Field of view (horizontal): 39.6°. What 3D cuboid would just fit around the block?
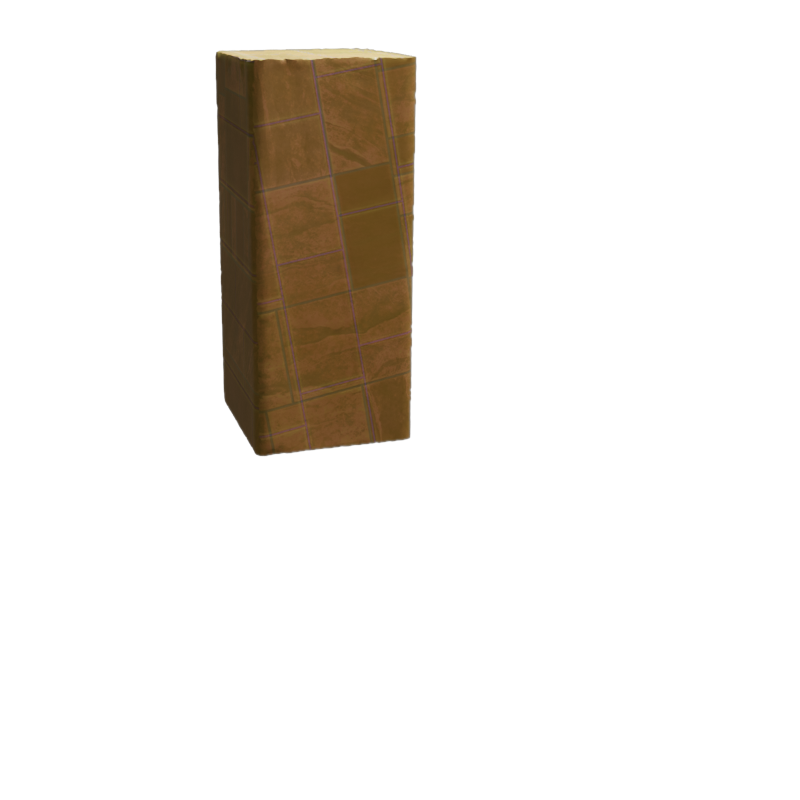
[{"bbox_3d":[-0.048,-0.087,0.610,0.088,0.199,0.096,-4,16,-18],"label":"block"}]
